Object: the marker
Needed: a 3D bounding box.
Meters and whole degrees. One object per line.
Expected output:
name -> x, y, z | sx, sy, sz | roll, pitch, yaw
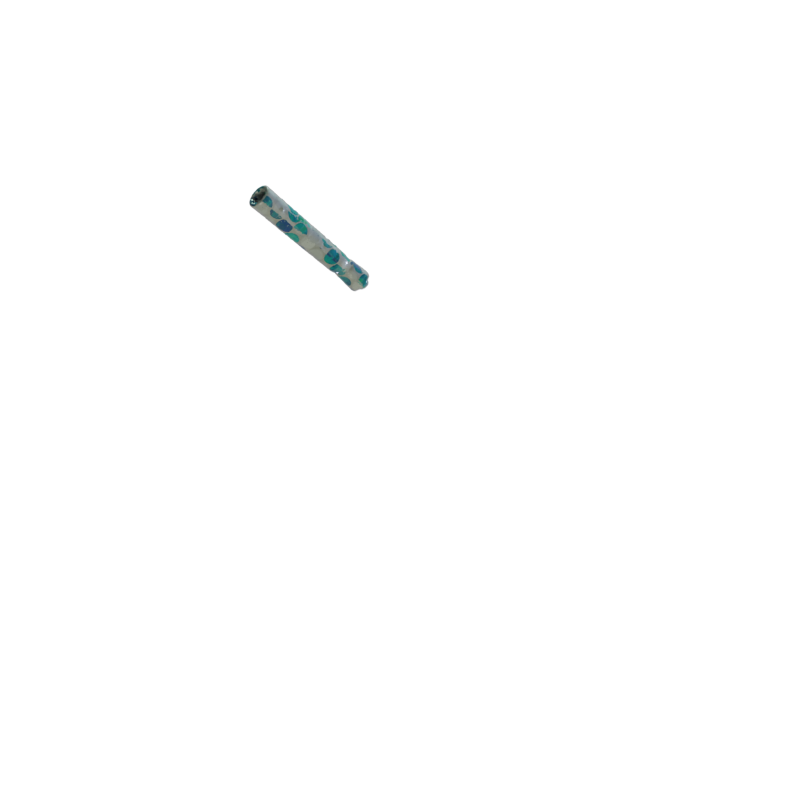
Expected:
marker -> -0.065, -0.118, 0.826 | 0.113, 0.020, 0.021 | 38, -21, -34
